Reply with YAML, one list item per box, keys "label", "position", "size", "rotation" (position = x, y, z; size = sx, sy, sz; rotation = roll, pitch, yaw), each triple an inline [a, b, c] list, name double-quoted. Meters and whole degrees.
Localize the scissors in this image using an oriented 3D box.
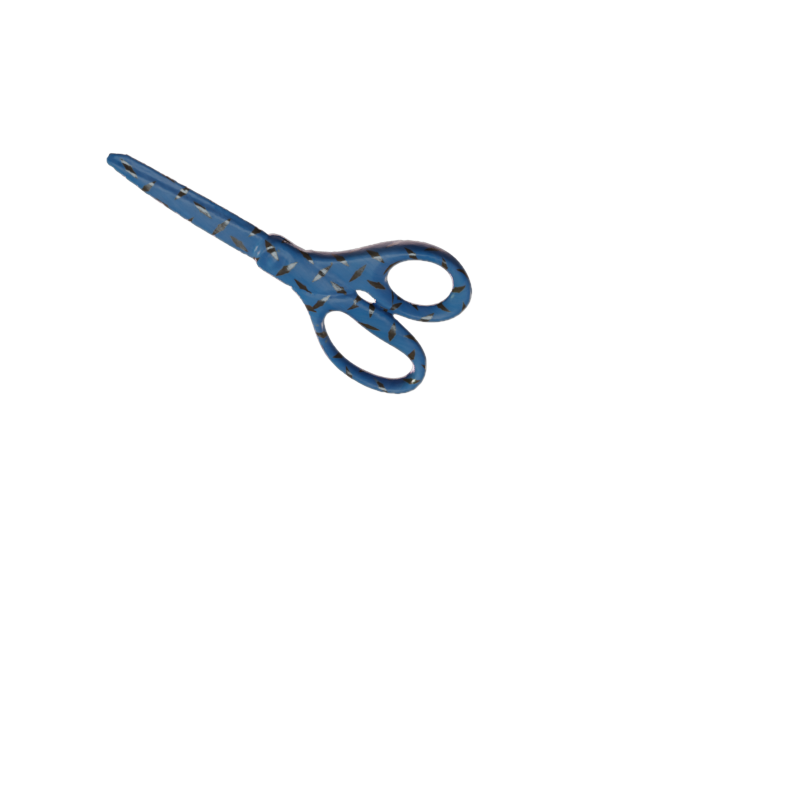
- label: "scissors"
  position: [-0.044, -0.080, 0.562]
  size: [0.095, 0.192, 0.017]
  rotation: [-37, 22, 18]
